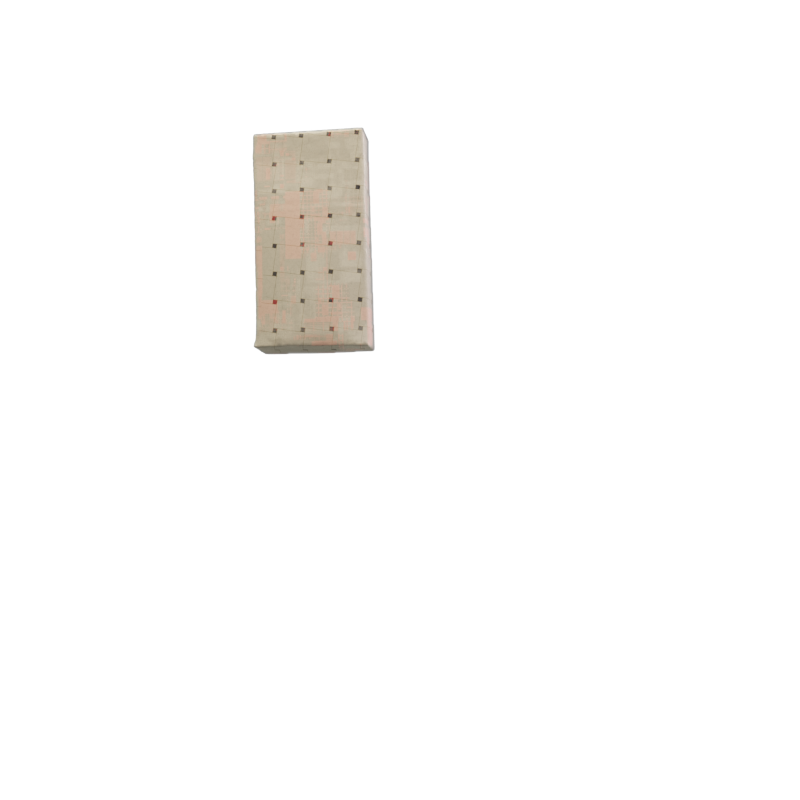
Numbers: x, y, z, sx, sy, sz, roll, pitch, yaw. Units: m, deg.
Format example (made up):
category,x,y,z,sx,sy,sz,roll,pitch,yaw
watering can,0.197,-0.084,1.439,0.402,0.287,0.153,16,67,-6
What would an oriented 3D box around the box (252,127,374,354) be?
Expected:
category,x,y,z,sx,sy,sz,roll,pitch,yaw
box,-0.070,-0.127,0.891,0.094,0.182,0.046,-2,-12,8
